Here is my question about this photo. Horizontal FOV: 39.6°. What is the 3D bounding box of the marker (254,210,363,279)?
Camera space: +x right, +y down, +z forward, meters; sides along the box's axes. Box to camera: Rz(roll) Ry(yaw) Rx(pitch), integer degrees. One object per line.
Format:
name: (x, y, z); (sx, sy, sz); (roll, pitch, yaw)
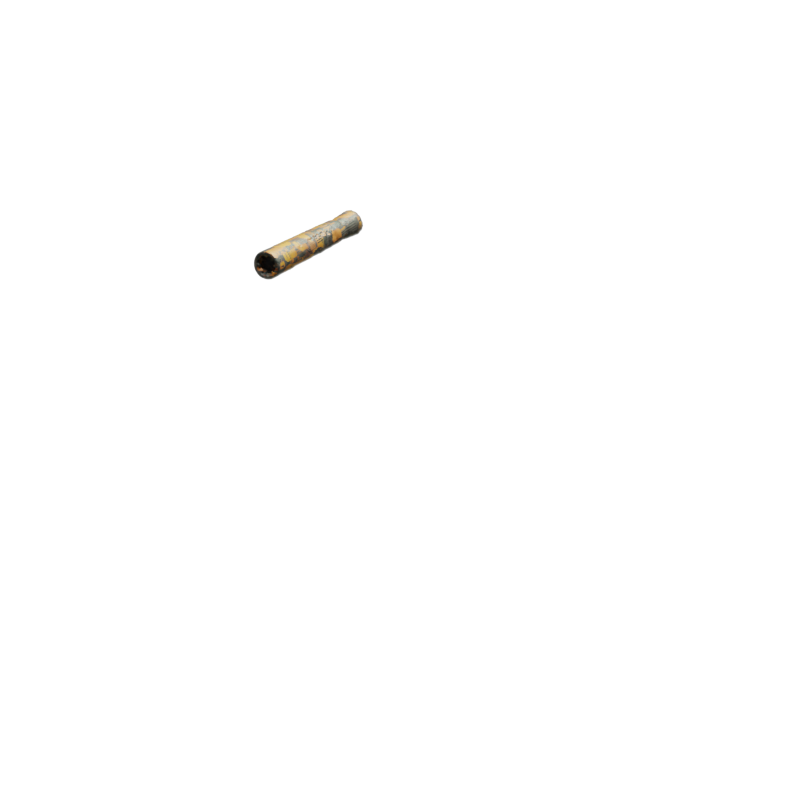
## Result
marker: (-0.059, -0.107, 0.752); (0.020, 0.019, 0.122); (2, 22, 27)
